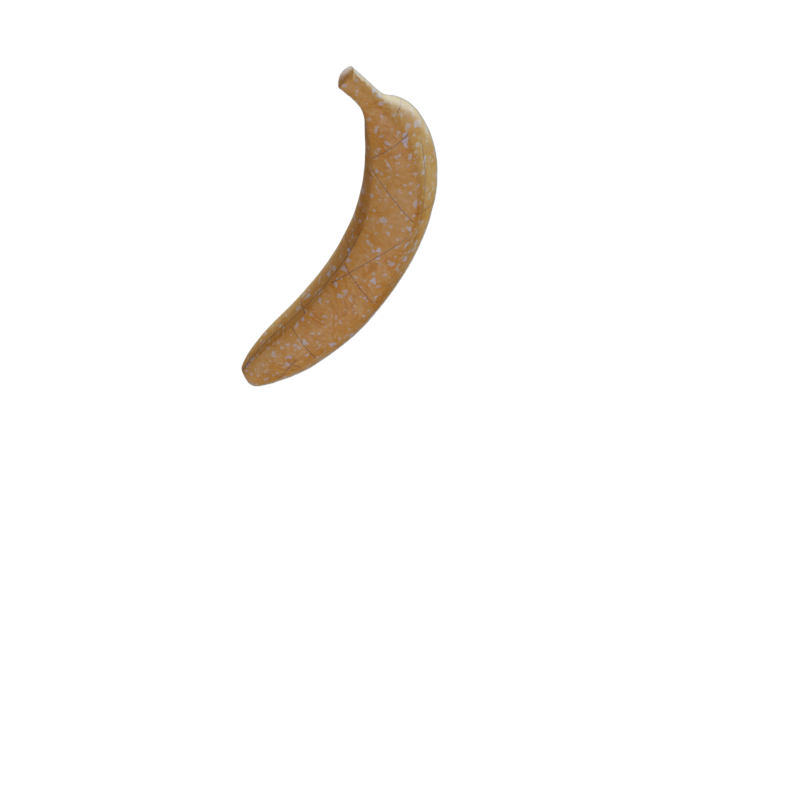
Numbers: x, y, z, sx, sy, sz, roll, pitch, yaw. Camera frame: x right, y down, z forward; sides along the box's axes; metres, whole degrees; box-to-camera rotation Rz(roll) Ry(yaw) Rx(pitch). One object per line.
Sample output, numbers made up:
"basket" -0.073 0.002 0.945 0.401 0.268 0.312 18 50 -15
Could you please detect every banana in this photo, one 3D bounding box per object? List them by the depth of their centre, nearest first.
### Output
"banana" -0.026 -0.080 0.571 0.068 0.188 0.039 15 34 -12
